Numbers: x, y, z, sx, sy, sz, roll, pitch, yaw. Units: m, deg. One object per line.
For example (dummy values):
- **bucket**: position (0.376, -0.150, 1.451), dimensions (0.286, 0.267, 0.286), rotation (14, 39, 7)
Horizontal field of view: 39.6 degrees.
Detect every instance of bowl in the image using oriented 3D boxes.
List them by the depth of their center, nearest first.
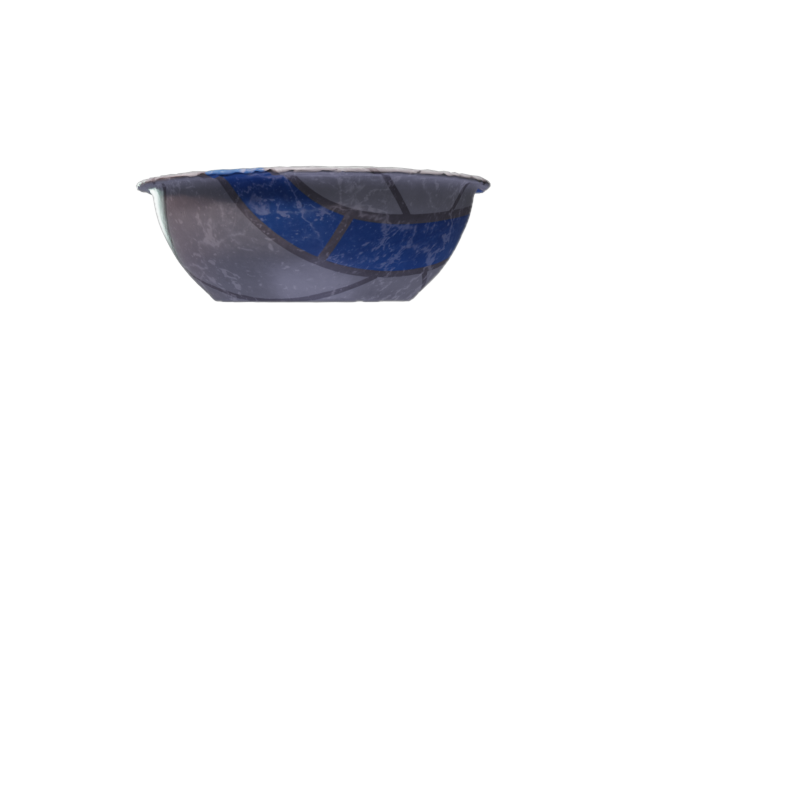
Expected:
- **bowl**: position (-0.040, -0.073, 0.510), dimensions (0.162, 0.055, 0.163), rotation (0, 5, -2)
